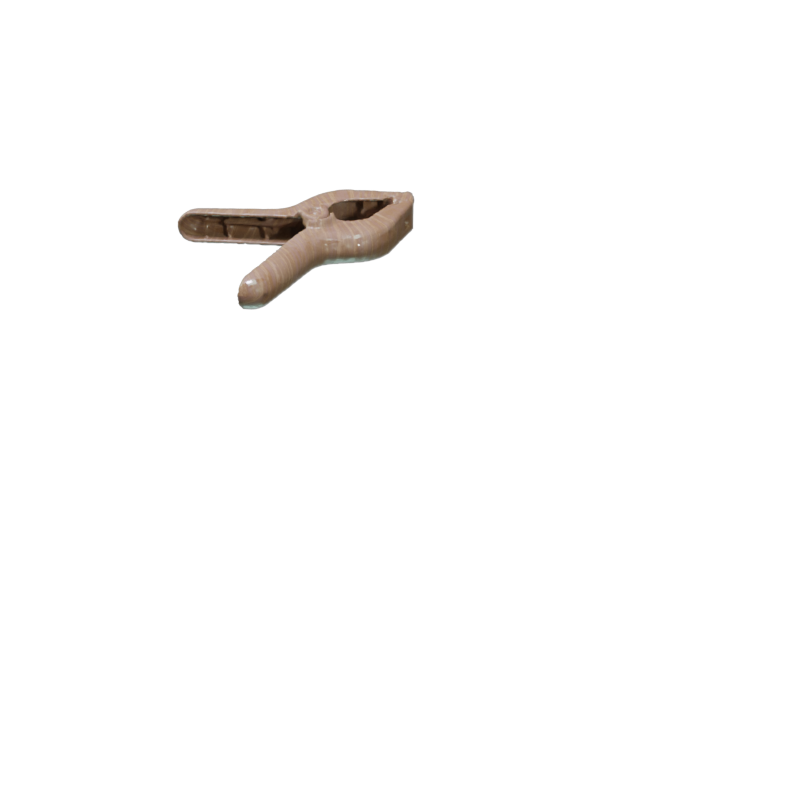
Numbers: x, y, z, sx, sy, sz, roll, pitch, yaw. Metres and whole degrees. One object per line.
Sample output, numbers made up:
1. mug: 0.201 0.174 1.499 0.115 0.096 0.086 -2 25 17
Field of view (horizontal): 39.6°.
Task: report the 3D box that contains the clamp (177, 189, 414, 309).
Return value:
1. clamp: -0.061 -0.111 0.779 0.169 0.037 0.130 -14 43 -15
